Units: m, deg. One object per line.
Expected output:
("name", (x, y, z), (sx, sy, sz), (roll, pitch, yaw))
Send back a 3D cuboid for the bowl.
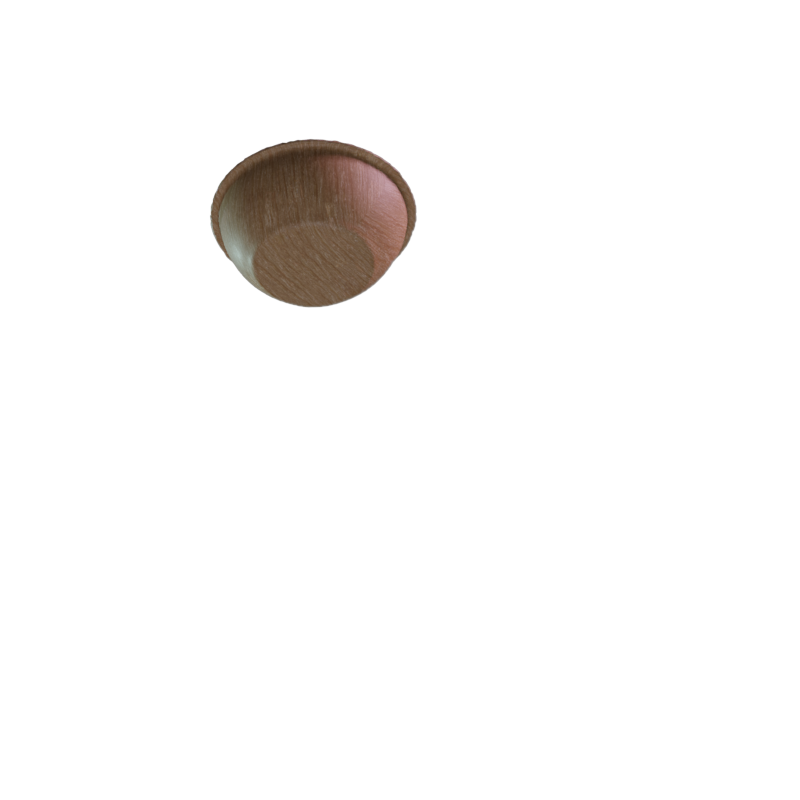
("bowl", (-0.067, -0.122, 0.851), (0.162, 0.059, 0.151), (1, -41, -1))
